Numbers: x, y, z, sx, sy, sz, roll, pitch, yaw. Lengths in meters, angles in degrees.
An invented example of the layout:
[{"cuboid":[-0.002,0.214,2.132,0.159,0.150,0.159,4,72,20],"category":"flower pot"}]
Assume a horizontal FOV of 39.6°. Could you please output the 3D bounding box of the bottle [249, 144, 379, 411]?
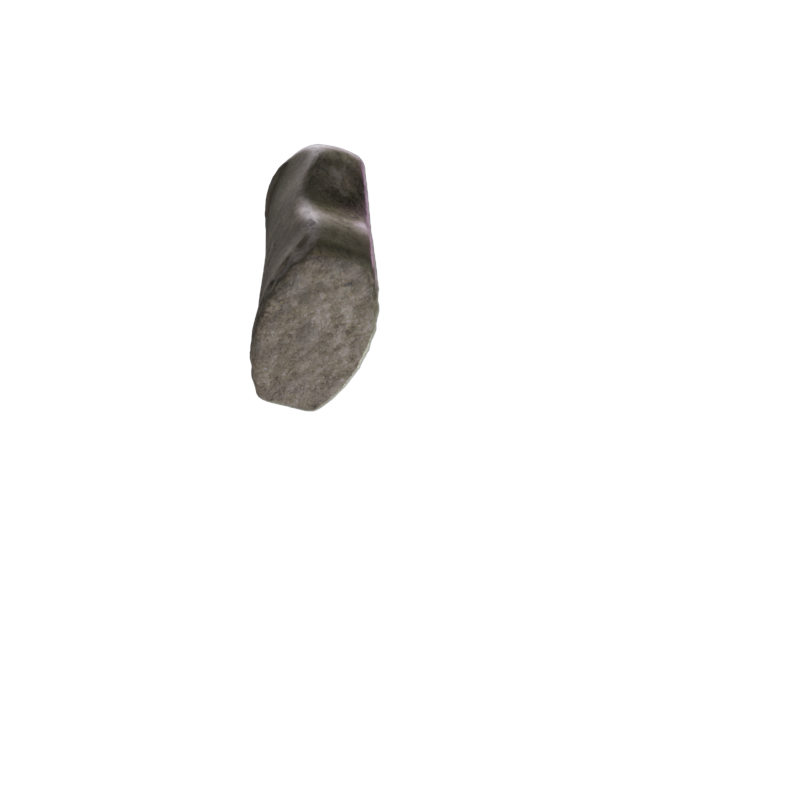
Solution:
[{"cuboid":[-0.048,-0.088,0.617,0.057,0.092,0.205,13,33,-13],"category":"bottle"}]
